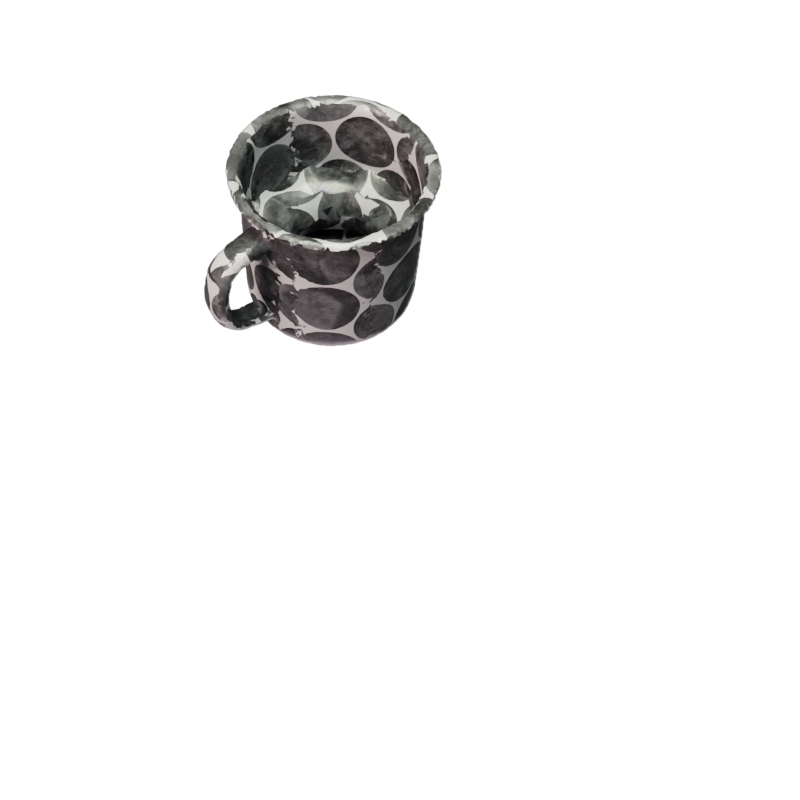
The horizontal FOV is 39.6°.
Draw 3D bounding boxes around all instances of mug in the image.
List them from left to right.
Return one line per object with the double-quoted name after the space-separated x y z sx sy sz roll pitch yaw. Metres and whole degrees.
-0.039 -0.072 0.503 0.099 0.076 0.118 38 61 24 "mug"
